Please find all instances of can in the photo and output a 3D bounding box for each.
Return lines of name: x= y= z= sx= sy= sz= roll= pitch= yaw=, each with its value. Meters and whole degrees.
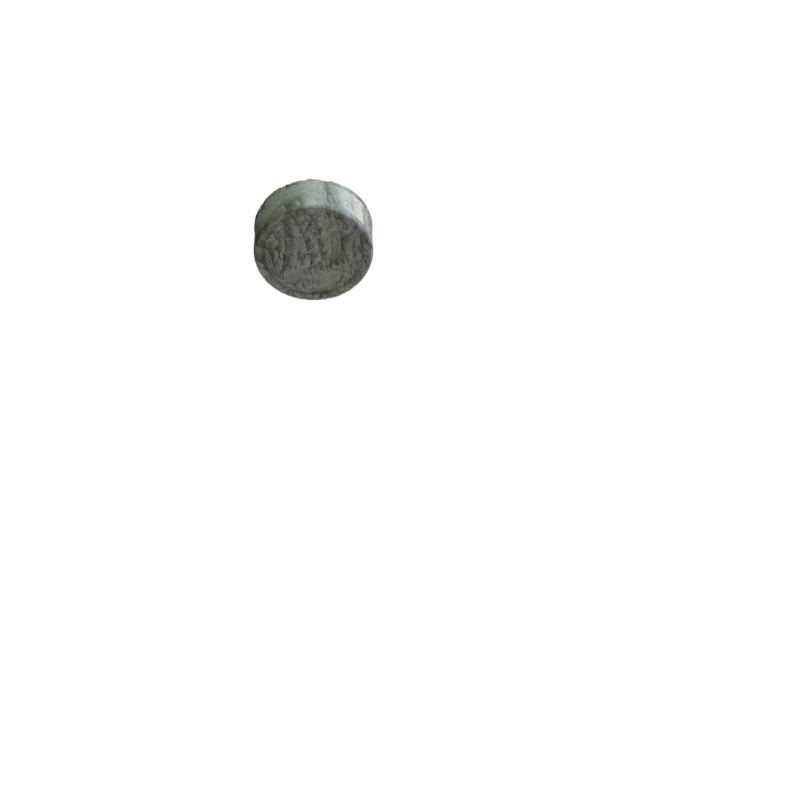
can: x=-0.062 y=-0.113 z=0.789 sx=0.086 sy=0.080 sz=0.036 roll=1 pitch=40 yaw=-1
